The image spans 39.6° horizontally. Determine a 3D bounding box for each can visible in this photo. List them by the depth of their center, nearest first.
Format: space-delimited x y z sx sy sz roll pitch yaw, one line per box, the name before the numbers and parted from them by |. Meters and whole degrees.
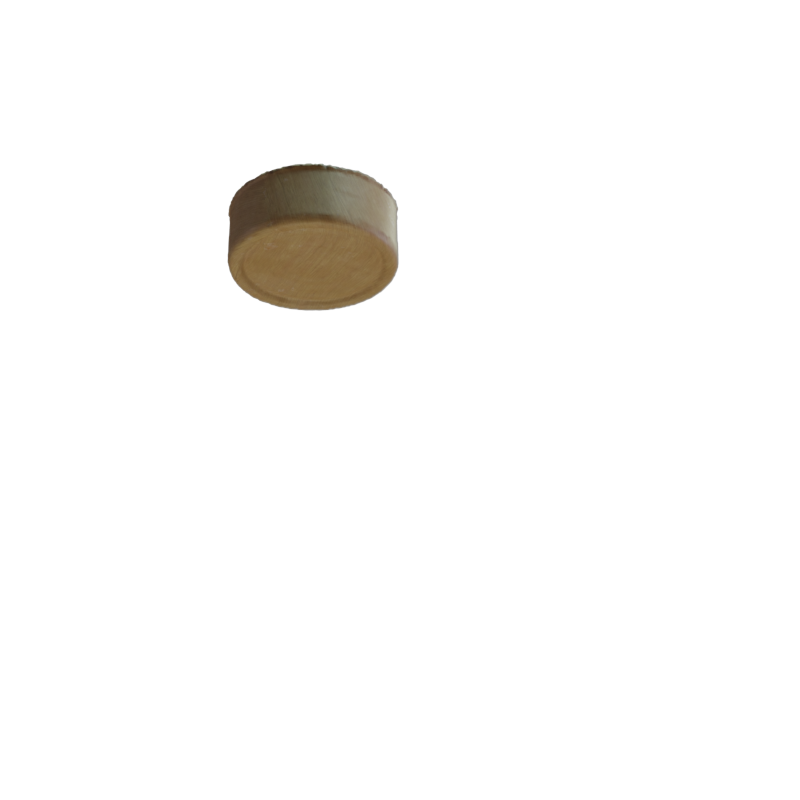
can | -0.043 -0.079 0.553 0.086 0.036 0.081 1 -28 -2
